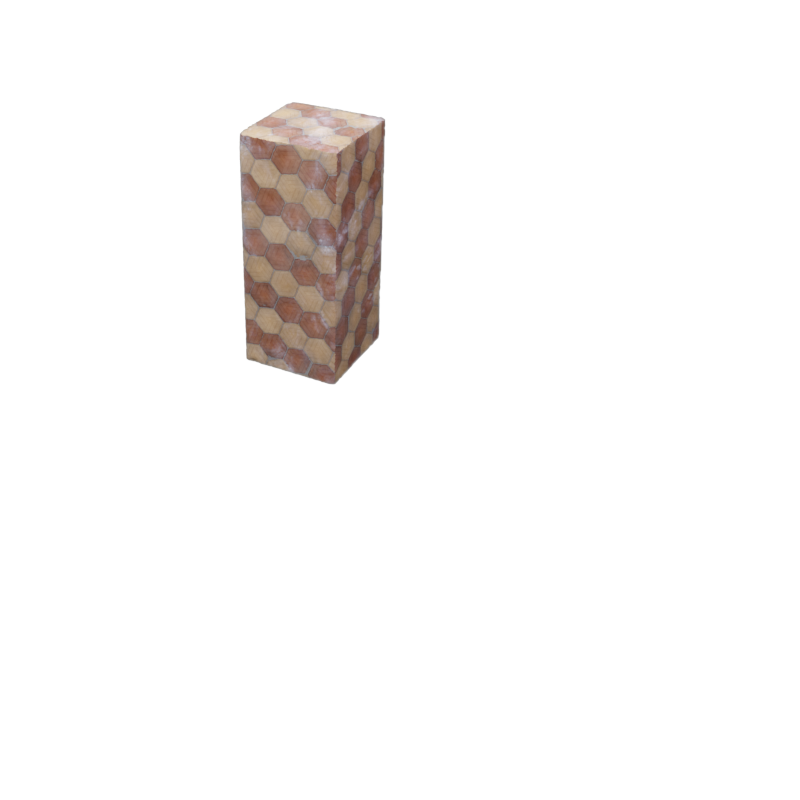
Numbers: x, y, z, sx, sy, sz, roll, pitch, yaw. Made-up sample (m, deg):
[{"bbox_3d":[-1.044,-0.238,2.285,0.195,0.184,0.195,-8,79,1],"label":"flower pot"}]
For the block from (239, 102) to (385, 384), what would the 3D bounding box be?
[{"bbox_3d":[-0.073,-0.132,0.925,0.094,0.194,0.092,15,31,21],"label":"block"}]
